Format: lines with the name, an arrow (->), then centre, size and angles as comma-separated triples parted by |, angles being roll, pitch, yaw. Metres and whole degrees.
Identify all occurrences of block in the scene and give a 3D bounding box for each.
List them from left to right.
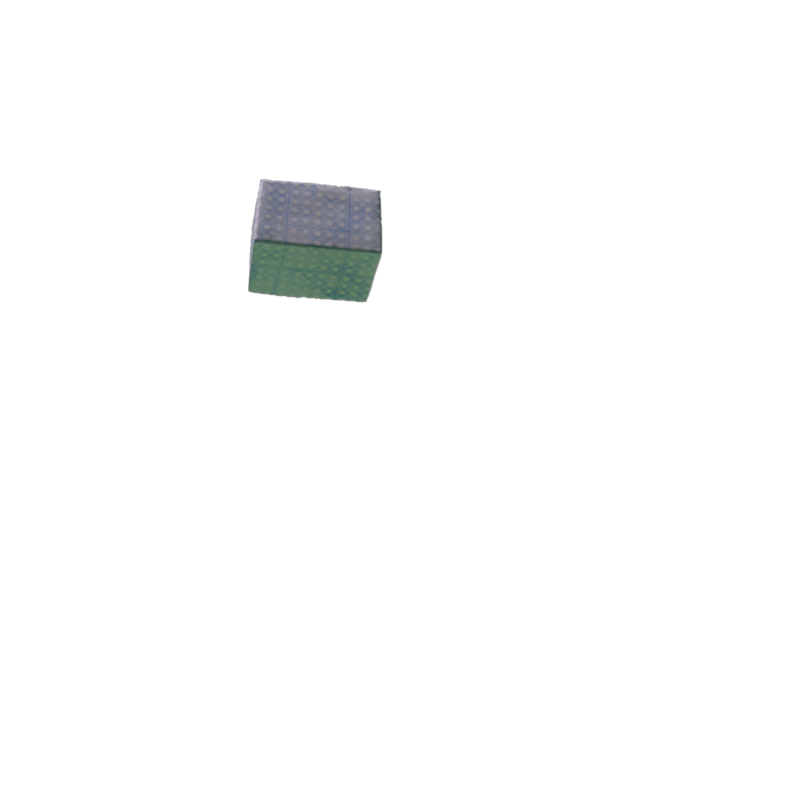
block -> -0.054, -0.098, 0.685 | 0.077, 0.055, 0.050 | 5, -35, -8
